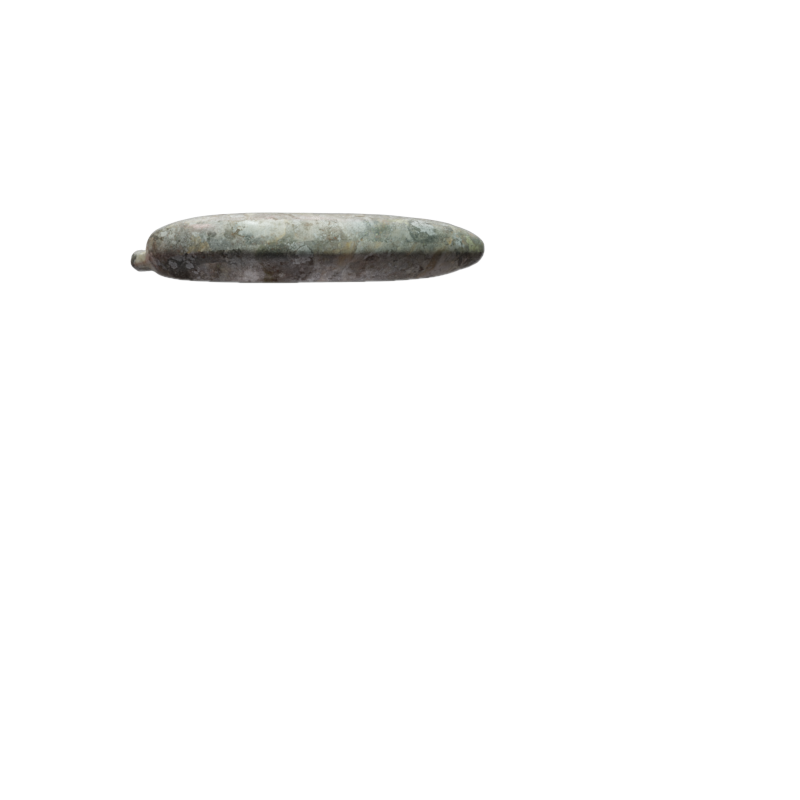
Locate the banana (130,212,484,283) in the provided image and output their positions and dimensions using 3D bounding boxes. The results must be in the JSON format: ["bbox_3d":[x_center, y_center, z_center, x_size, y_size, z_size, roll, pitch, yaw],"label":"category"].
[{"bbox_3d":[-0.050,-0.083,0.592,0.198,0.036,0.071,0,12,0],"label":"banana"}]
